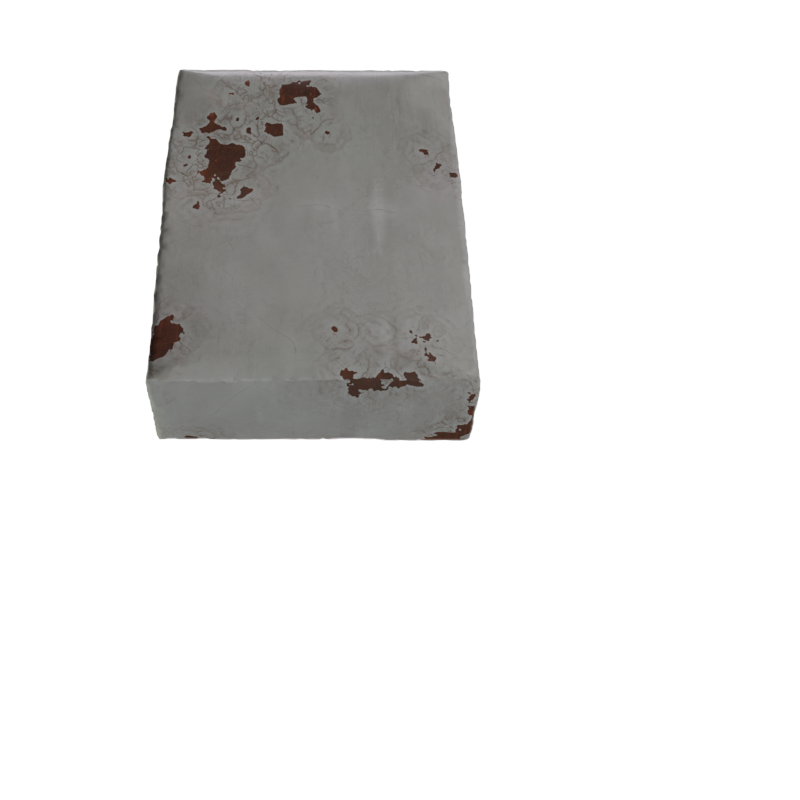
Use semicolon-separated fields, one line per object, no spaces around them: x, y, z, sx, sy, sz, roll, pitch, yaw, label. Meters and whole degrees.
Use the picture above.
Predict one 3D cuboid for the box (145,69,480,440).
-0.048;-0.087;0.611;0.164;0.229;0.067;-1;-34;-2;box
